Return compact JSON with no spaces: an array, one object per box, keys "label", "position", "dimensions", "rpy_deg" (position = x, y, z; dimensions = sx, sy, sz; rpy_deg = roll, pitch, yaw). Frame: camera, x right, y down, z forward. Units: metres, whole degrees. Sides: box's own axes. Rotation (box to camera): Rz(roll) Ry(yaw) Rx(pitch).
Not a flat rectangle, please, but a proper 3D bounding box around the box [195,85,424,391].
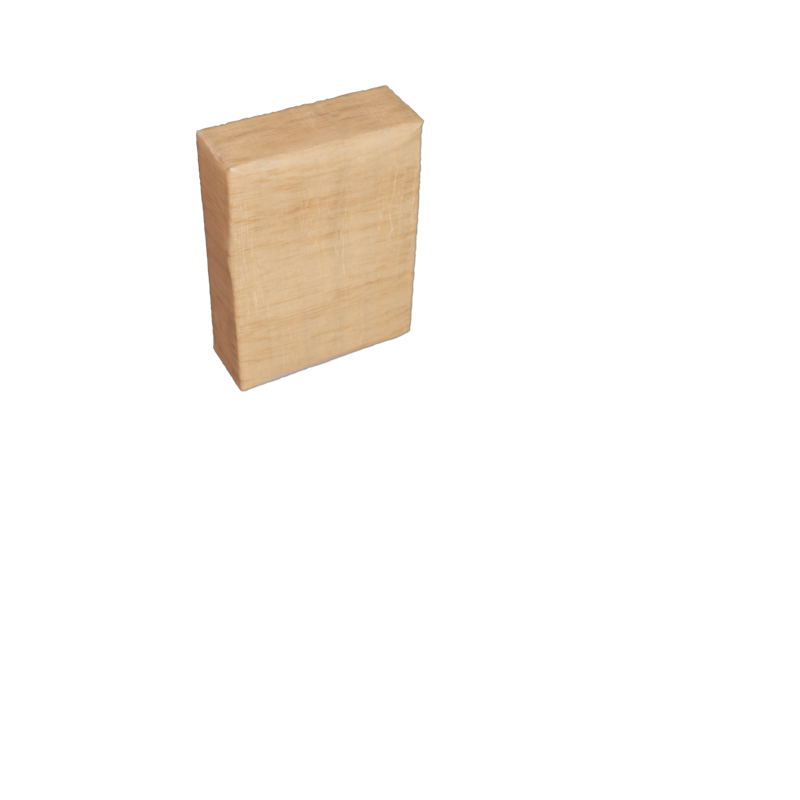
[{"label":"box","position":[-0.069,-0.126,0.881],"dimensions":[0.162,0.199,0.078],"rpy_deg":[-18,44,-23]}]
